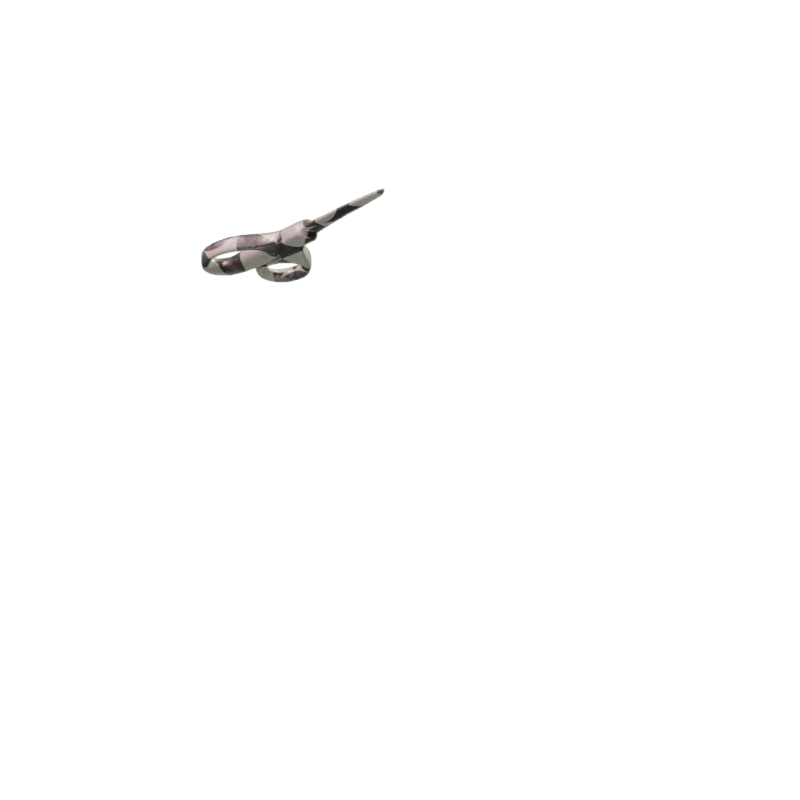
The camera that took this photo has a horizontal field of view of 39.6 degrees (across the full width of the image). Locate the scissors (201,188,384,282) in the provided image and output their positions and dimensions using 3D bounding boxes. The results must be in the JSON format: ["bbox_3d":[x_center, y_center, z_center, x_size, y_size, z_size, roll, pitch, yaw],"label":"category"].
[{"bbox_3d":[-0.066,-0.121,0.846,0.206,0.016,0.090,-10,-16,37],"label":"scissors"}]
